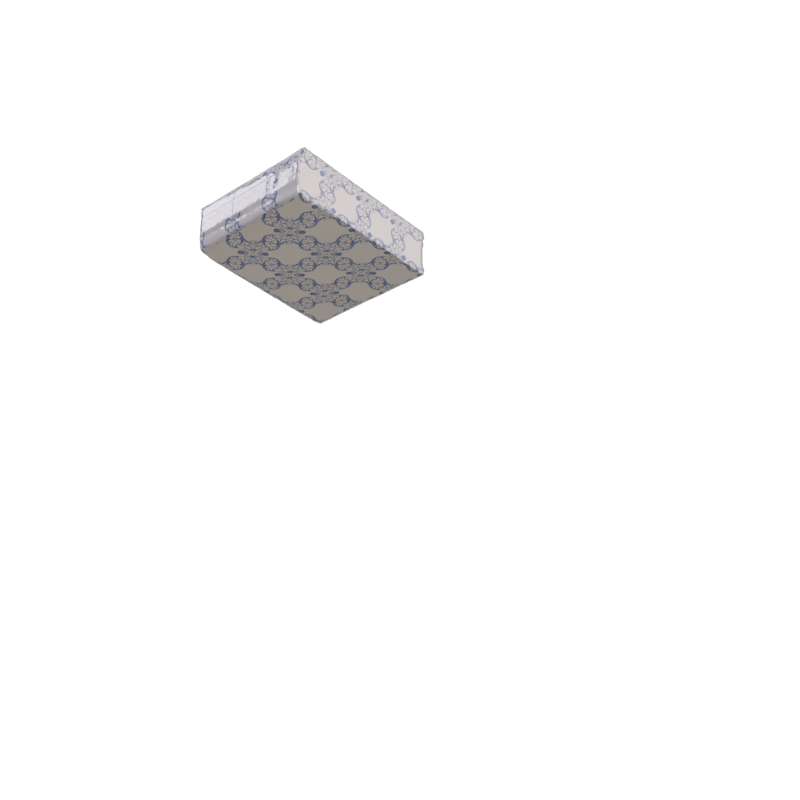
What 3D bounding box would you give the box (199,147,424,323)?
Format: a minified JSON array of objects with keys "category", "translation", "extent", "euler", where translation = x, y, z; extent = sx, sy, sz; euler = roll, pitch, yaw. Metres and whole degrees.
[{"category":"box","translation":[-0.054,-0.097,0.683],"extent":[0.090,0.041,0.106],"euler":[-25,-38,35]}]
